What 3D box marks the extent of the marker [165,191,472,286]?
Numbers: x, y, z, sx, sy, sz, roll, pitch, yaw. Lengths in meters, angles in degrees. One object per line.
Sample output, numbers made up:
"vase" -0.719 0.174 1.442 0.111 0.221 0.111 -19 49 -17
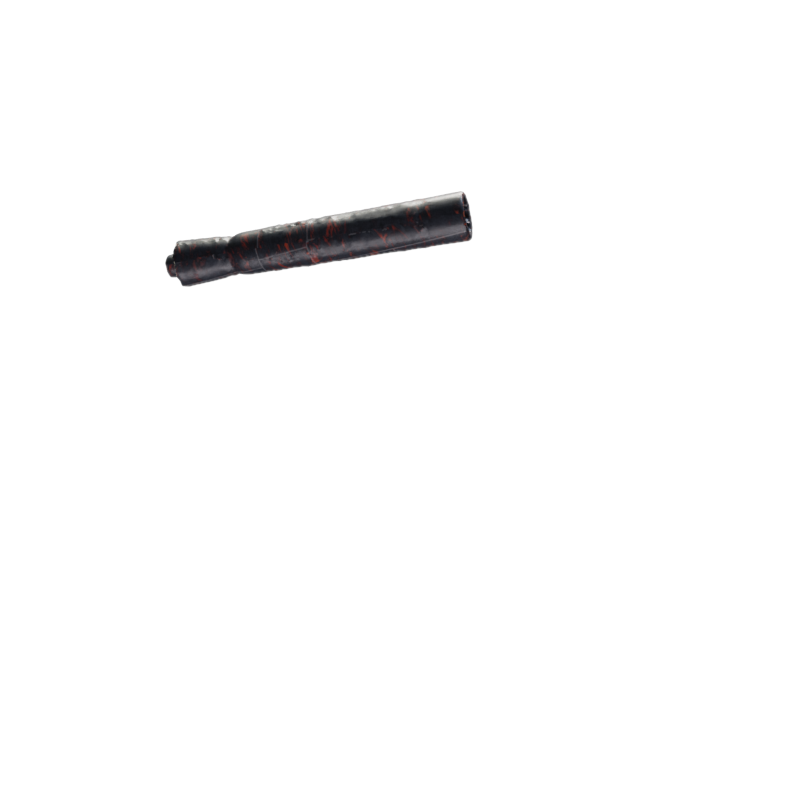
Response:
"marker" -0.034 -0.061 0.428 0.123 0.020 0.019 -7 2 15
